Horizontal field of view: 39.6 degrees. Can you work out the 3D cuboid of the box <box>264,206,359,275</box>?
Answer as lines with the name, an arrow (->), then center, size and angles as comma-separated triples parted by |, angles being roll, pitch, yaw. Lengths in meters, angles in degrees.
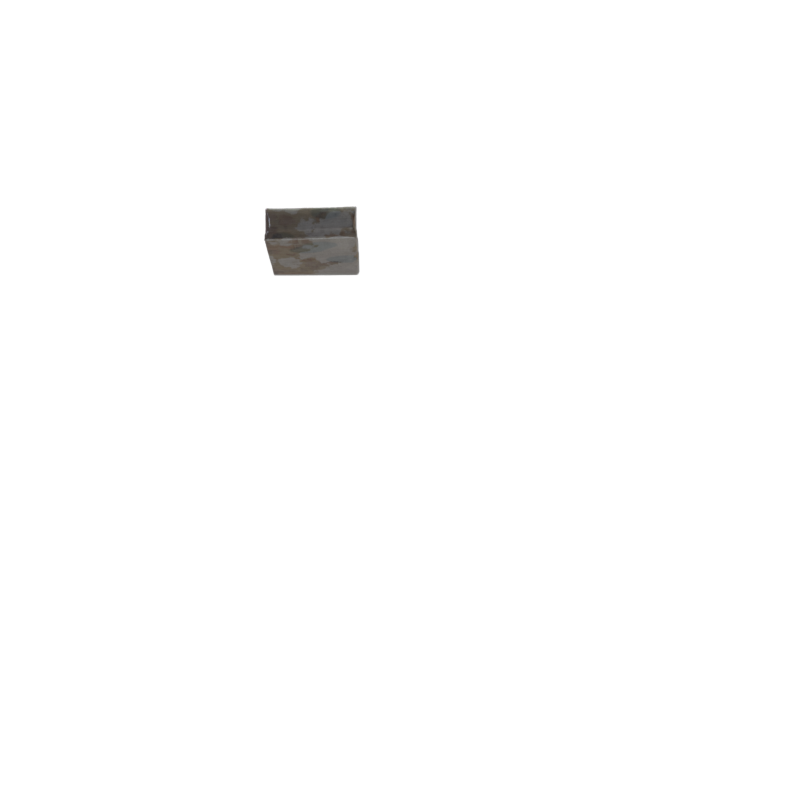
box -> -0.071, -0.129, 0.903 | 0.073, 0.031, 0.085 | 0, -15, 1
